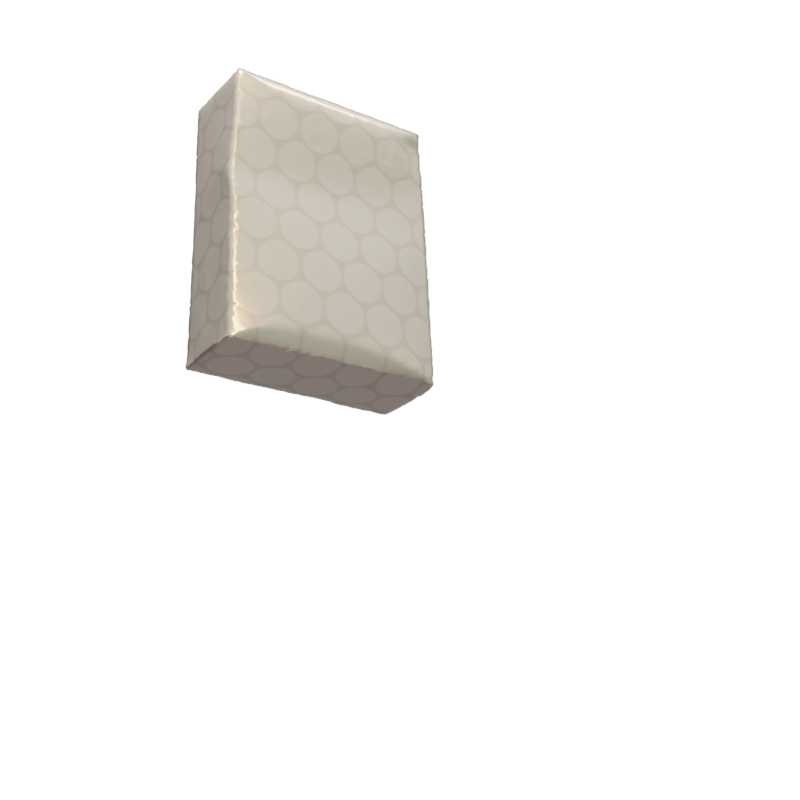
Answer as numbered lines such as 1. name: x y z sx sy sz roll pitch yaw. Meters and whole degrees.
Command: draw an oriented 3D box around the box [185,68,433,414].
1. box: -0.062 -0.113 0.789 0.156 0.227 0.071 14 -32 -29
